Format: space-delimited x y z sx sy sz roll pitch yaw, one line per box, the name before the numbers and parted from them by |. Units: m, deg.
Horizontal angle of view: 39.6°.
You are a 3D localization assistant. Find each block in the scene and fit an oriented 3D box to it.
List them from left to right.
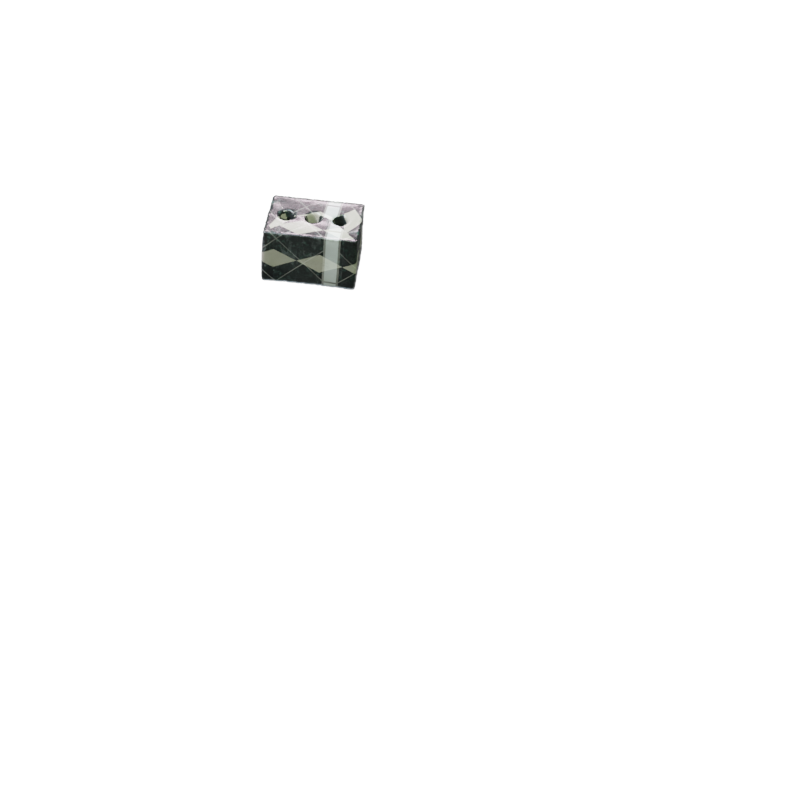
block | -0.071 -0.129 0.904 0.079 0.048 0.056 6 43 5
